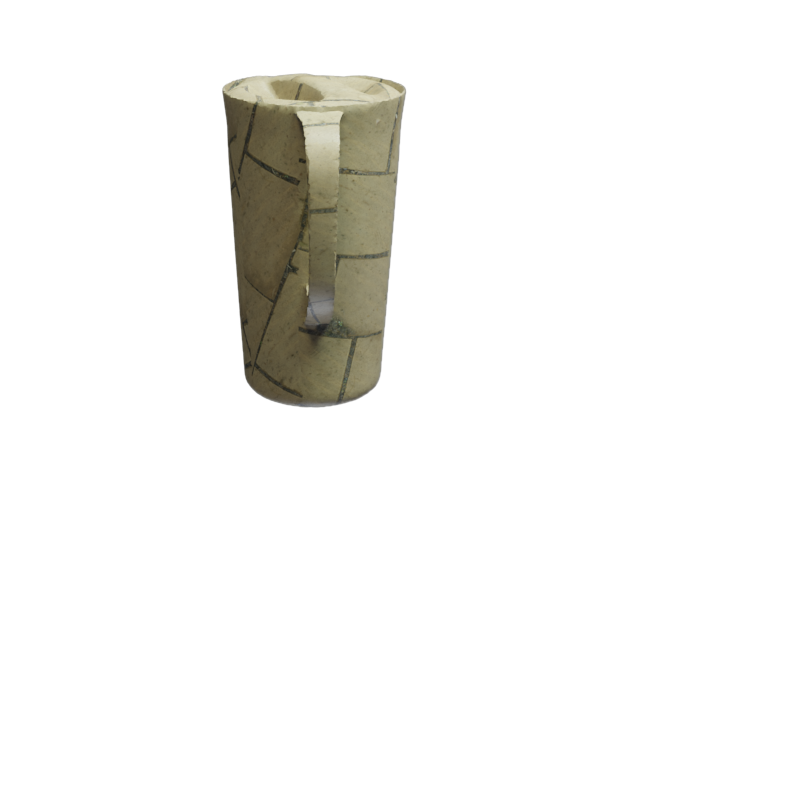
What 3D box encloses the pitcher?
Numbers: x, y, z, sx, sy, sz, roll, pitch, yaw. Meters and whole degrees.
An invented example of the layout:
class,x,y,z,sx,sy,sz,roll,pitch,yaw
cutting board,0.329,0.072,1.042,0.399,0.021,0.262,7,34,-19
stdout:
class,x,y,z,sx,sy,sz,roll,pitch,yaw
pitcher,-0.065,-0.118,0.830,0.153,0.233,0.148,16,25,35
